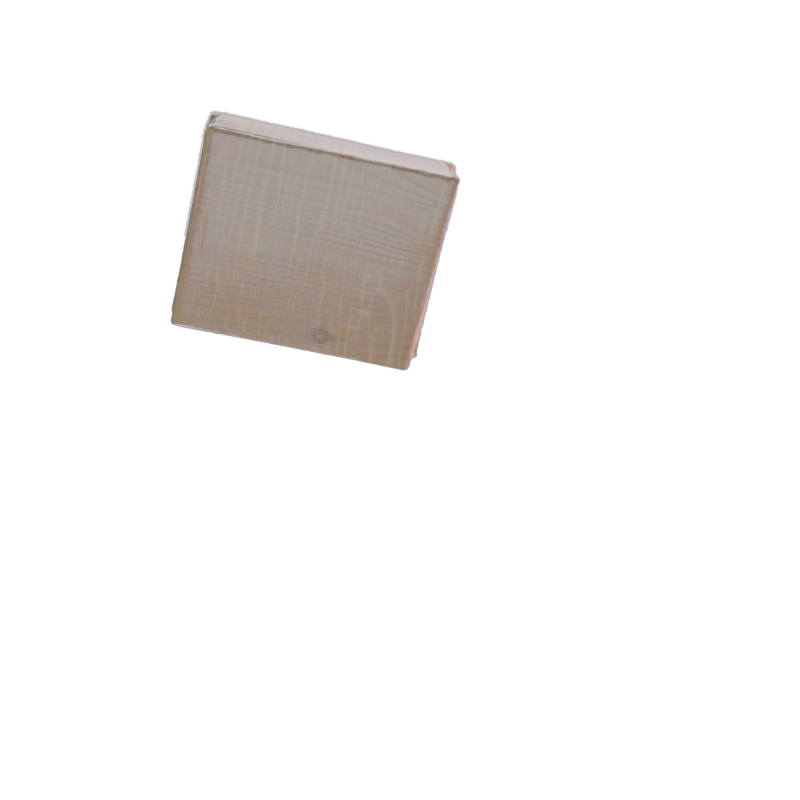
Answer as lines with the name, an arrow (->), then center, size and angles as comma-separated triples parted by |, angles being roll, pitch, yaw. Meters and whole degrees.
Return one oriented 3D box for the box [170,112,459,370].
box -> -0.031, -0.056, 0.392 | 0.089, 0.071, 0.031 | 11, 18, -4
